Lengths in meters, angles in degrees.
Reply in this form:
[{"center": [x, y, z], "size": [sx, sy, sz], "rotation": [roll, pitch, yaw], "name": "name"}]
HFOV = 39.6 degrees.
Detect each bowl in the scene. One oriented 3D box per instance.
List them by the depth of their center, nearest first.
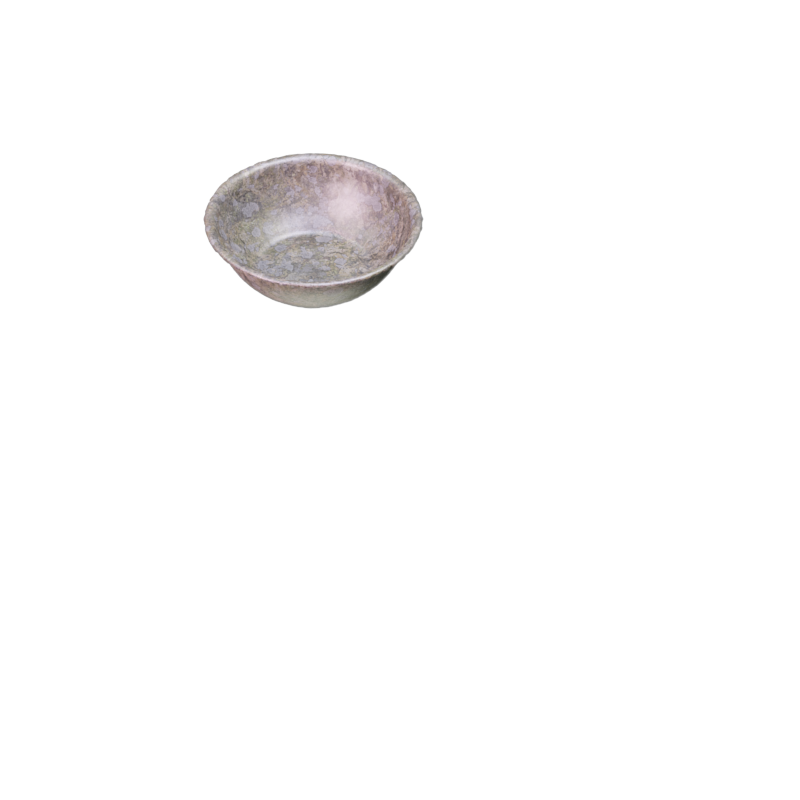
[{"center": [-0.065, -0.119, 0.836], "size": [0.162, 0.051, 0.174], "rotation": [-1, 43, -1], "name": "bowl"}]
